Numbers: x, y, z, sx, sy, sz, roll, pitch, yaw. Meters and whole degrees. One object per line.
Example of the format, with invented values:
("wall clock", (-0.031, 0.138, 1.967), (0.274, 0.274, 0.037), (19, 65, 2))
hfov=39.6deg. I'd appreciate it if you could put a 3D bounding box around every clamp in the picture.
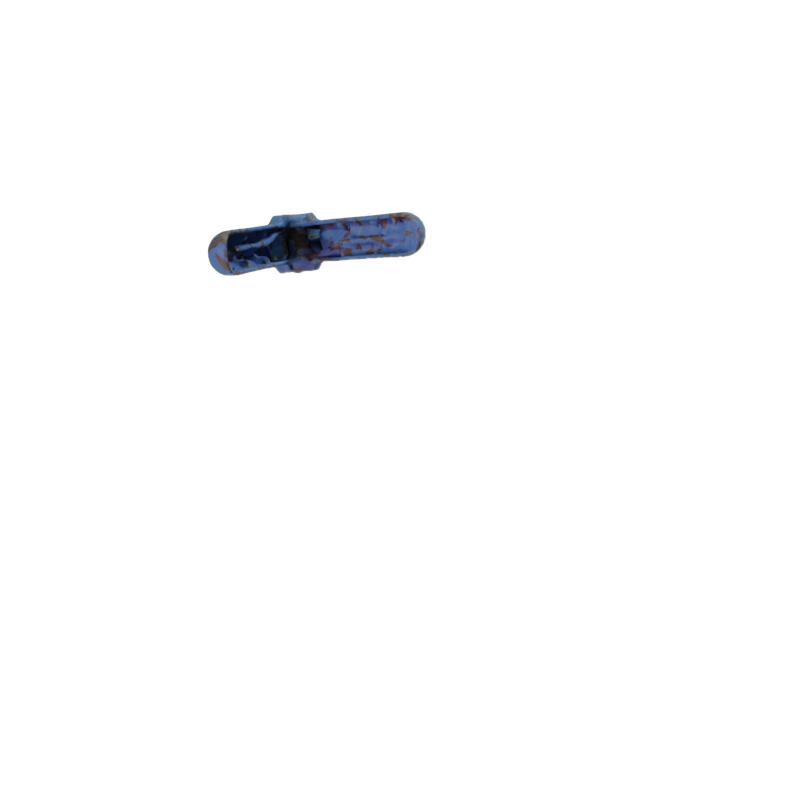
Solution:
("clamp", (-0.053, -0.096, 0.673), (0.119, 0.039, 0.175), (-1, 11, -5))
